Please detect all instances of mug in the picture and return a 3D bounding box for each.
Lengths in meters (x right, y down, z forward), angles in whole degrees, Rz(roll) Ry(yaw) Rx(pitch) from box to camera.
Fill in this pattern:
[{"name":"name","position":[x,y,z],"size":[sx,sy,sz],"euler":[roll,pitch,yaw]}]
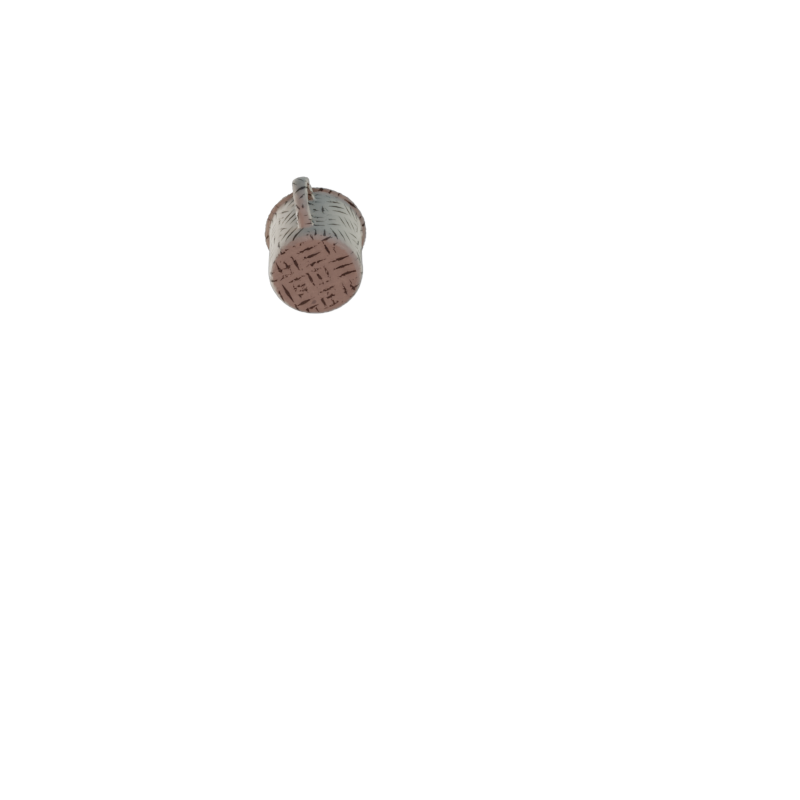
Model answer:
[{"name":"mug","position":[-0.076,-0.139,0.974],"size":[0.093,0.110,0.087],"euler":[-8,31,3]}]
